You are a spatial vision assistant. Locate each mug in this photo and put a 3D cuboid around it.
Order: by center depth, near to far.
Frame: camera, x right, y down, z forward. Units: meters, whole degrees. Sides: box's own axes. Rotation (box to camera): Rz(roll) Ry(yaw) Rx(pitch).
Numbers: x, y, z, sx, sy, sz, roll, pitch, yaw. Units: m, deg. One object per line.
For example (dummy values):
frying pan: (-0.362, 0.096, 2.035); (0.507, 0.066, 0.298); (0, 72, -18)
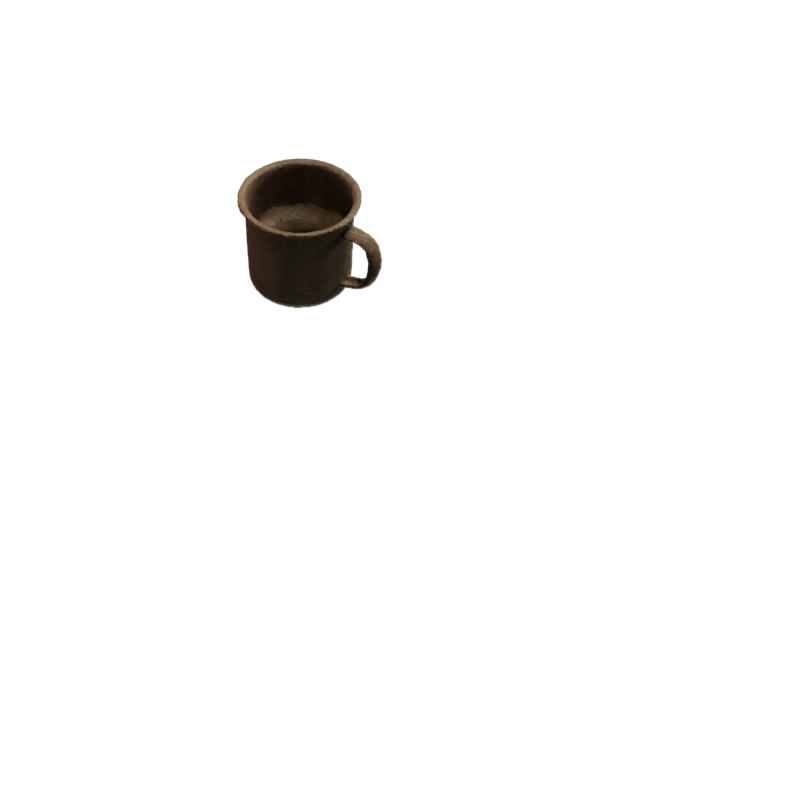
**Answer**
mug: (-0.066, -0.121, 0.846); (0.122, 0.076, 0.096); (22, 49, 20)
